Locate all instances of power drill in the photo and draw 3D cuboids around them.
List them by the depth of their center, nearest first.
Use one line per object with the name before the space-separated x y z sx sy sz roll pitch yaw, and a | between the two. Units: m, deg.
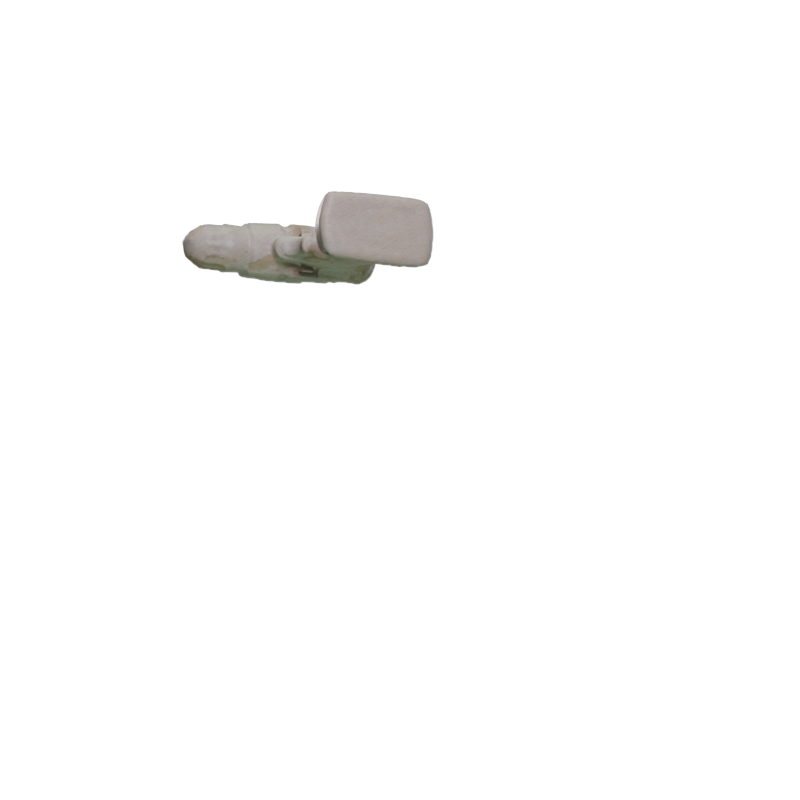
power drill | -0.074 -0.135 0.949 0.178 0.058 0.192 0 0 -28
